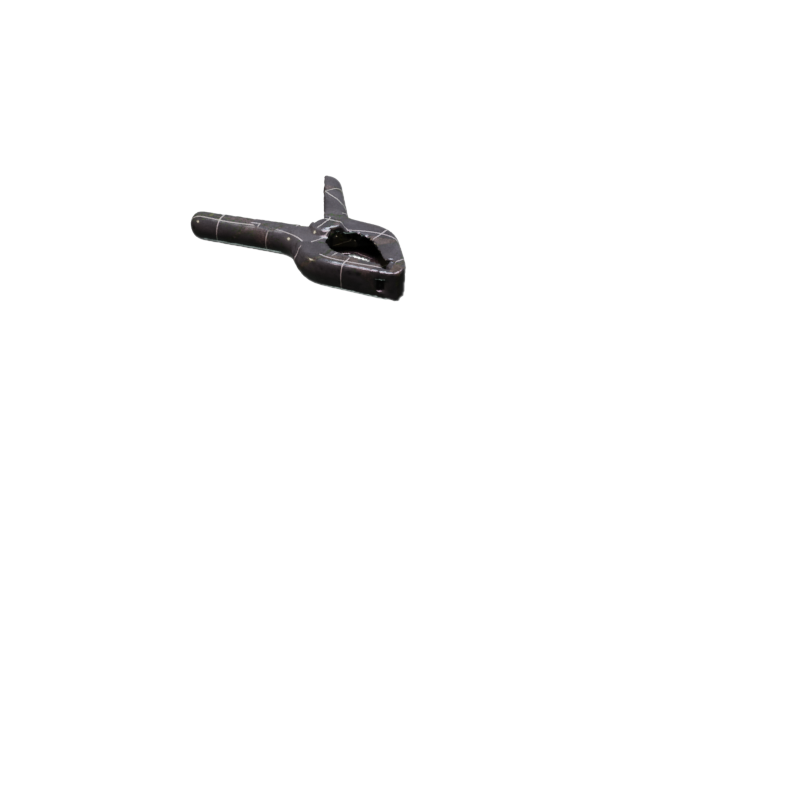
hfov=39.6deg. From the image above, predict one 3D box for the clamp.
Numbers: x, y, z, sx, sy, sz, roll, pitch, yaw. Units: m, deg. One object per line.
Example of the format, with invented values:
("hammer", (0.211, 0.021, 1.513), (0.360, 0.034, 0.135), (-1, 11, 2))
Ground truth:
("clamp", (-0.077, -0.140, 0.979), (0.162, 0.034, 0.226), (-19, 38, -26))
